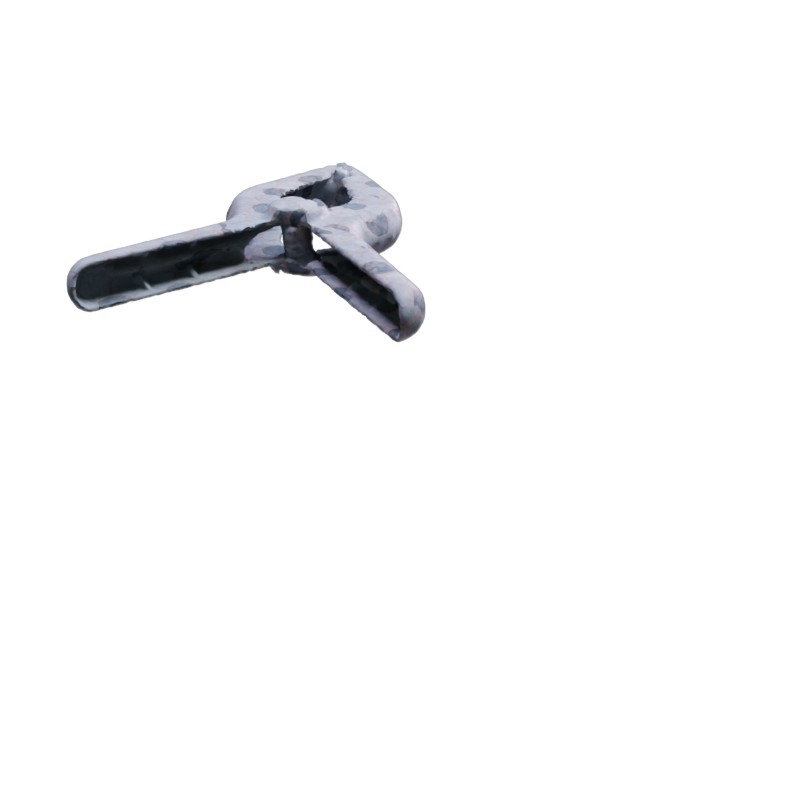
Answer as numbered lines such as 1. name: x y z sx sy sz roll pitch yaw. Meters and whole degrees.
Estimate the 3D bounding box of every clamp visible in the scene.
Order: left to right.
1. clamp: -0.044 -0.080 0.562 0.170 0.035 0.214 9 27 18
